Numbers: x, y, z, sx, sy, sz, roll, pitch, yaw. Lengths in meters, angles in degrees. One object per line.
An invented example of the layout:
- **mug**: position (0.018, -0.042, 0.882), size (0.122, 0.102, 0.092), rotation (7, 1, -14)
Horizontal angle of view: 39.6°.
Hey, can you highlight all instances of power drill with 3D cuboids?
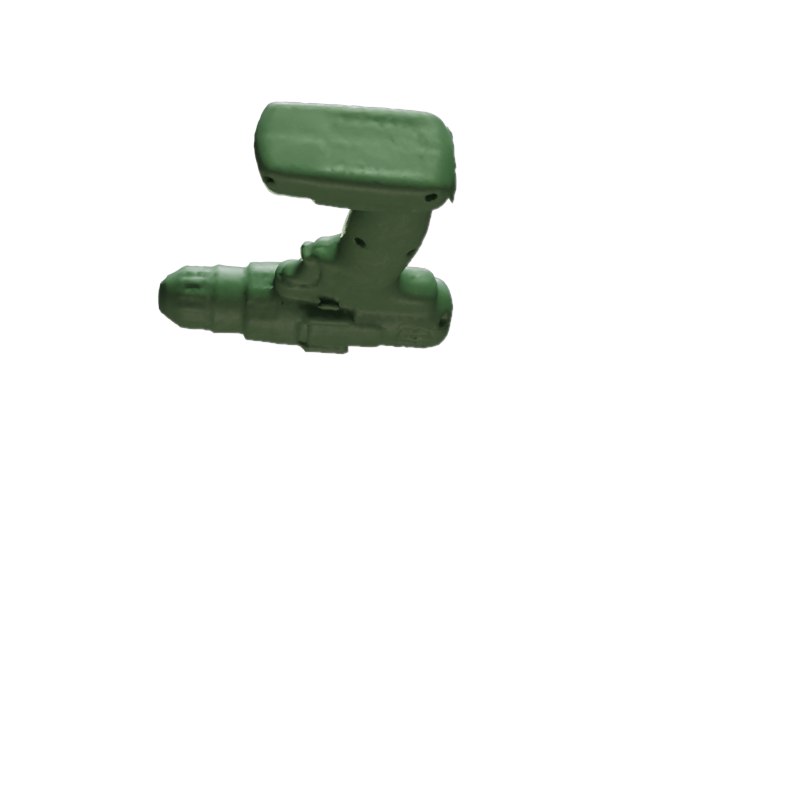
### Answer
- **power drill**: position (-0.050, -0.092, 0.642), size (0.183, 0.061, 0.177), rotation (3, -28, -6)
